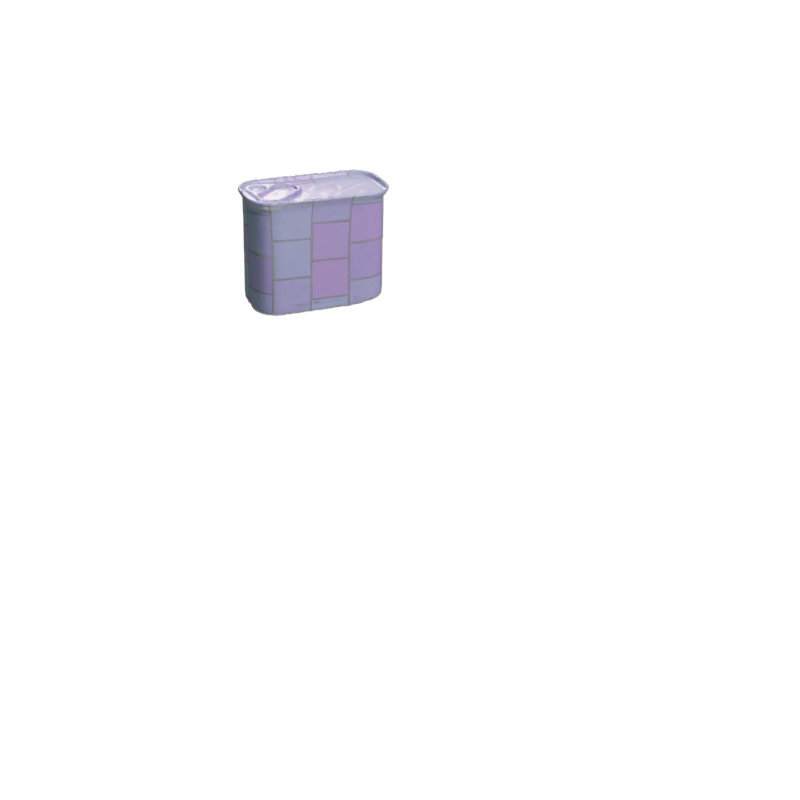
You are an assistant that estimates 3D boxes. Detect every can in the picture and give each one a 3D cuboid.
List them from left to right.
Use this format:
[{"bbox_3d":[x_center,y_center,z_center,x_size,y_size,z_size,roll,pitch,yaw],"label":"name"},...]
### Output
[{"bbox_3d":[-0.061,-0.111,0.781,0.100,0.080,0.061,-9,25,-19],"label":"can"}]
